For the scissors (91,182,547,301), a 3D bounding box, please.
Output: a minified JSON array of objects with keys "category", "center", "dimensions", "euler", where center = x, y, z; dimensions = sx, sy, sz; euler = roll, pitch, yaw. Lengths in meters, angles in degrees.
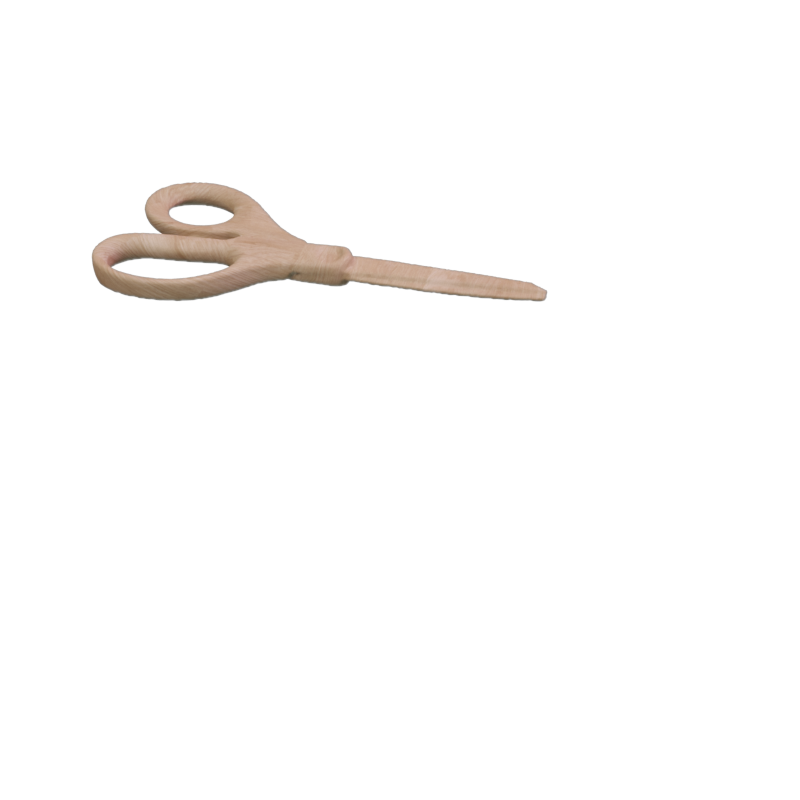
[{"category":"scissors","center":[-0.041,-0.074,0.519],"dimensions":[0.201,0.015,0.103],"euler":[-1,39,-2]}]
